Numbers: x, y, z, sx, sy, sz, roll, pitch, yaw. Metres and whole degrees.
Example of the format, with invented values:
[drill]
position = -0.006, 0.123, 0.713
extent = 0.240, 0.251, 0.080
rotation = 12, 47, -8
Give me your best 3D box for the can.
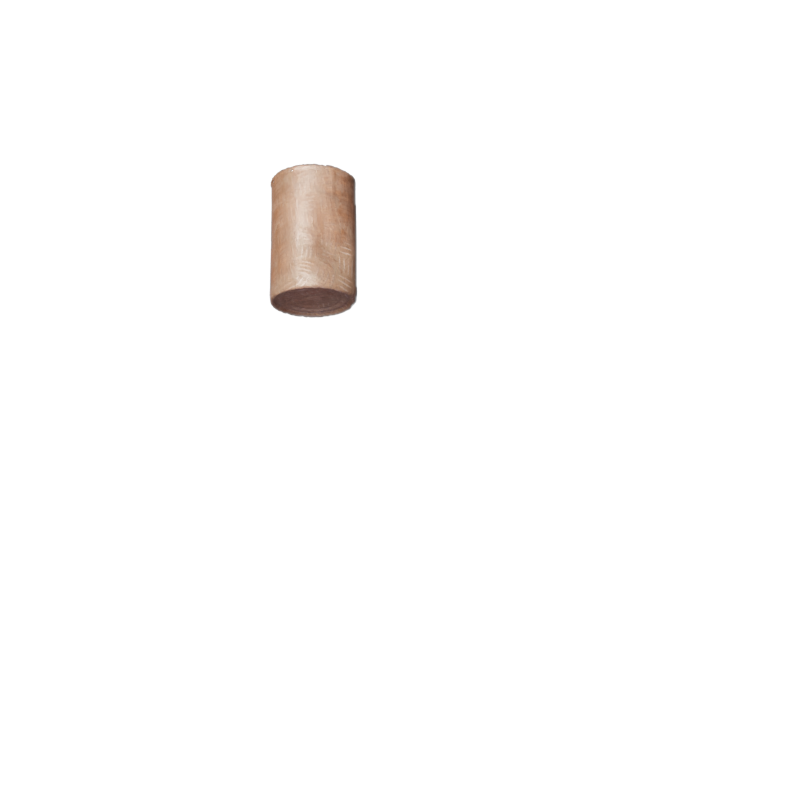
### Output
[can]
position = -0.068, -0.123, 0.862
extent = 0.068, 0.107, 0.065
rotation = 0, -21, -2
